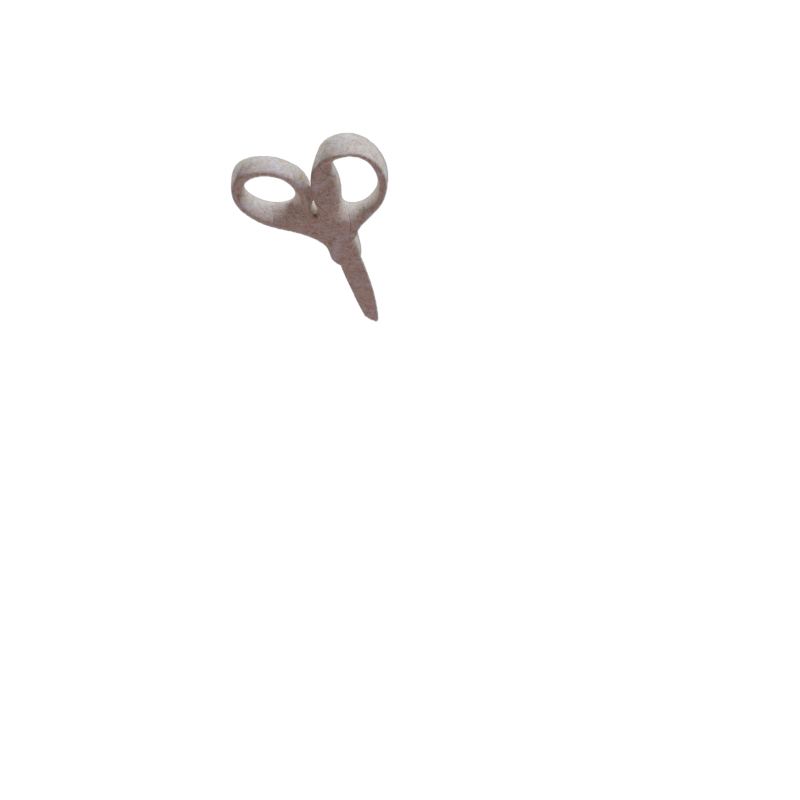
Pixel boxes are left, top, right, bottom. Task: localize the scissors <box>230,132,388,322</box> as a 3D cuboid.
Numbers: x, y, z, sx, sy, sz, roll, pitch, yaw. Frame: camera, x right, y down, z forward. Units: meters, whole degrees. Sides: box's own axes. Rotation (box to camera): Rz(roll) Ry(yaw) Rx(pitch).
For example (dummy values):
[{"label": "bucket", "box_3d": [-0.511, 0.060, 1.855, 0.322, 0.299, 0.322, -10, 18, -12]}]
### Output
[{"label": "scissors", "box_3d": [-0.052, -0.095, 0.666, 0.096, 0.017, 0.191, 2, -26, -5]}]
